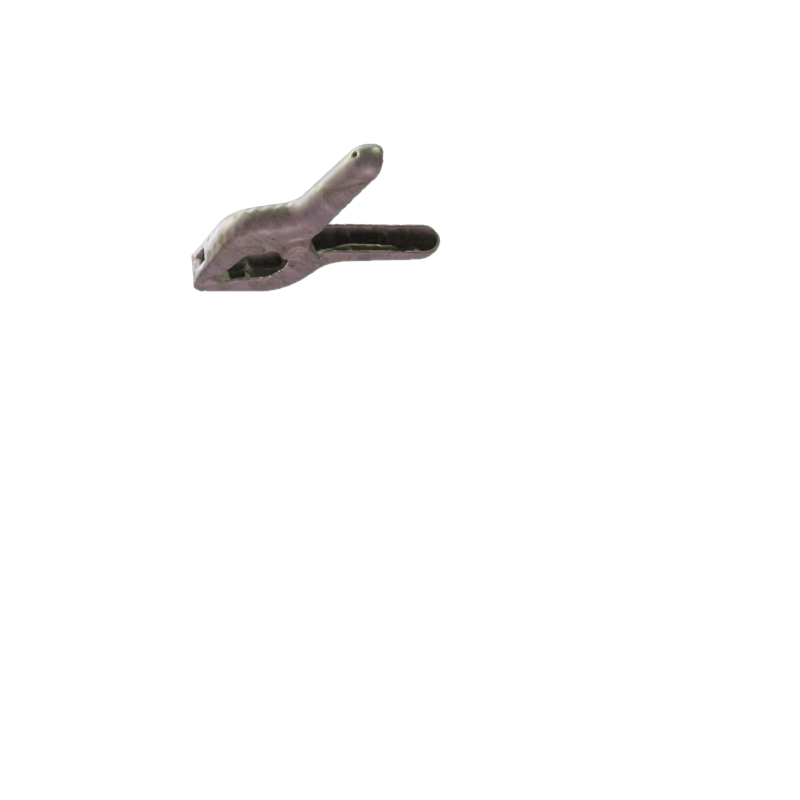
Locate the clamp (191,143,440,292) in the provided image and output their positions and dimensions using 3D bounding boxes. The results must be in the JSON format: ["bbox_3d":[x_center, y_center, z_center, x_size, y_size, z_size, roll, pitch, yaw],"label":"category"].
[{"bbox_3d":[-0.060,-0.109,0.761,0.173,0.042,0.111,-19,-39,25],"label":"clamp"}]
